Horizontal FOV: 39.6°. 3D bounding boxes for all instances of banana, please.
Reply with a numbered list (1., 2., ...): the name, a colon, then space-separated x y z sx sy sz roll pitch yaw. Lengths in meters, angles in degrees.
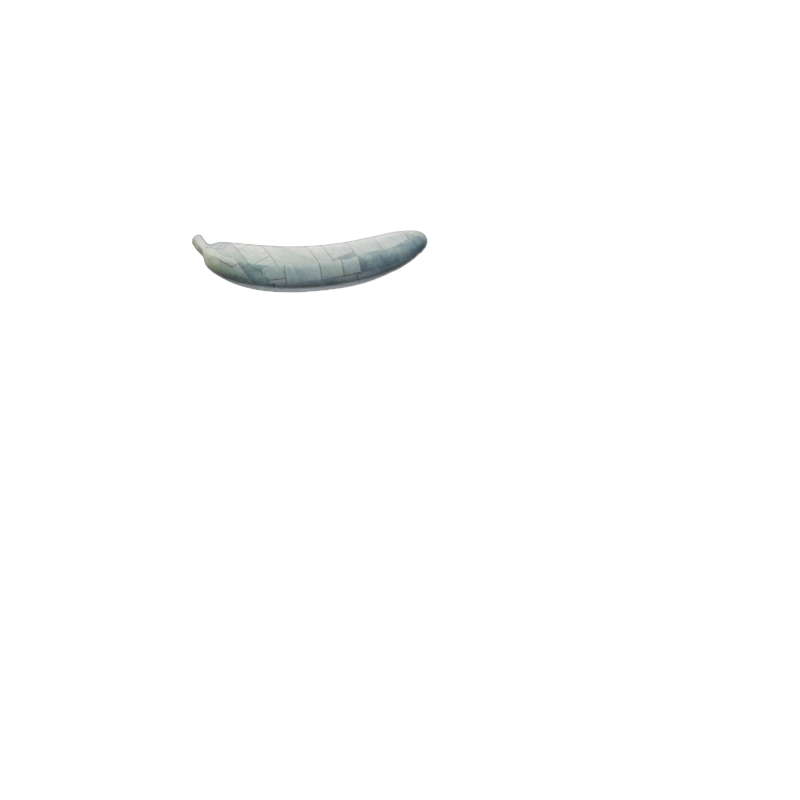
1. banana: -0.075 -0.117 0.906 0.198 0.075 0.034 1 -43 1
